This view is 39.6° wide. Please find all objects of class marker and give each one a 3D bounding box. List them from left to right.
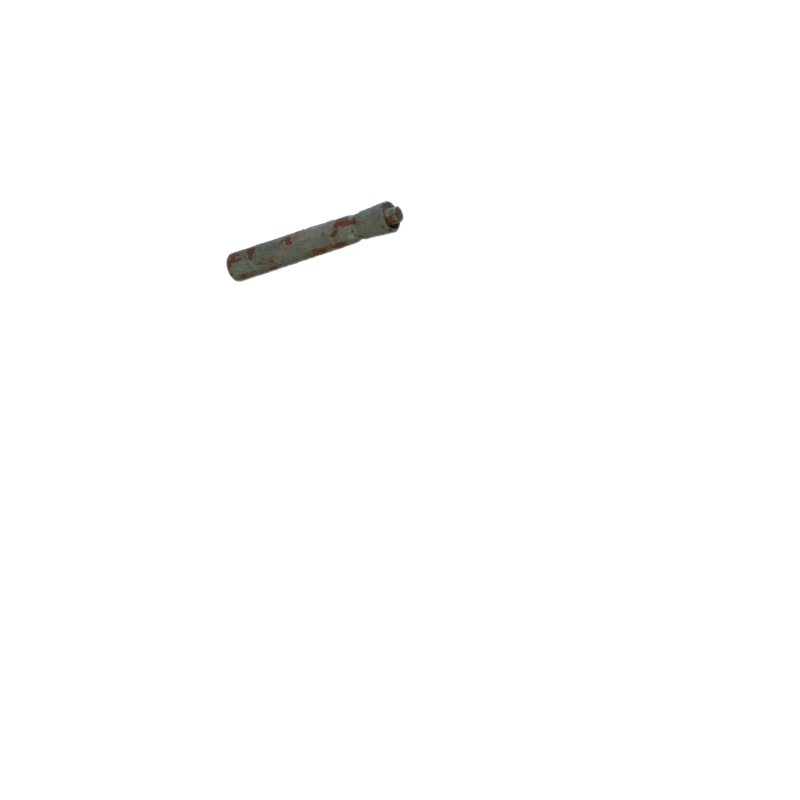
[{"bbox_3d":[-0.051,-0.094,0.657,0.123,0.020,0.019,-13,-3,32],"label":"marker"}]
